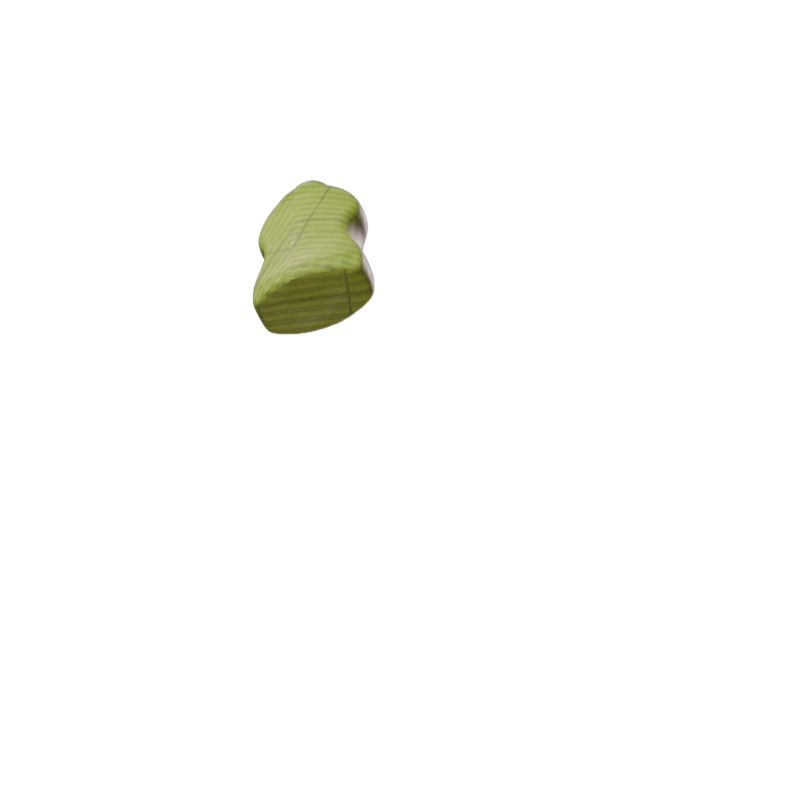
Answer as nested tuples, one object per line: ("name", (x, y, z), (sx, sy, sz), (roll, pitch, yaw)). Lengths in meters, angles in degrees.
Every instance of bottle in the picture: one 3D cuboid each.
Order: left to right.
("bottle", (-0.075, -0.136, 0.953), (0.096, 0.054, 0.205), (-21, 35, 11))
